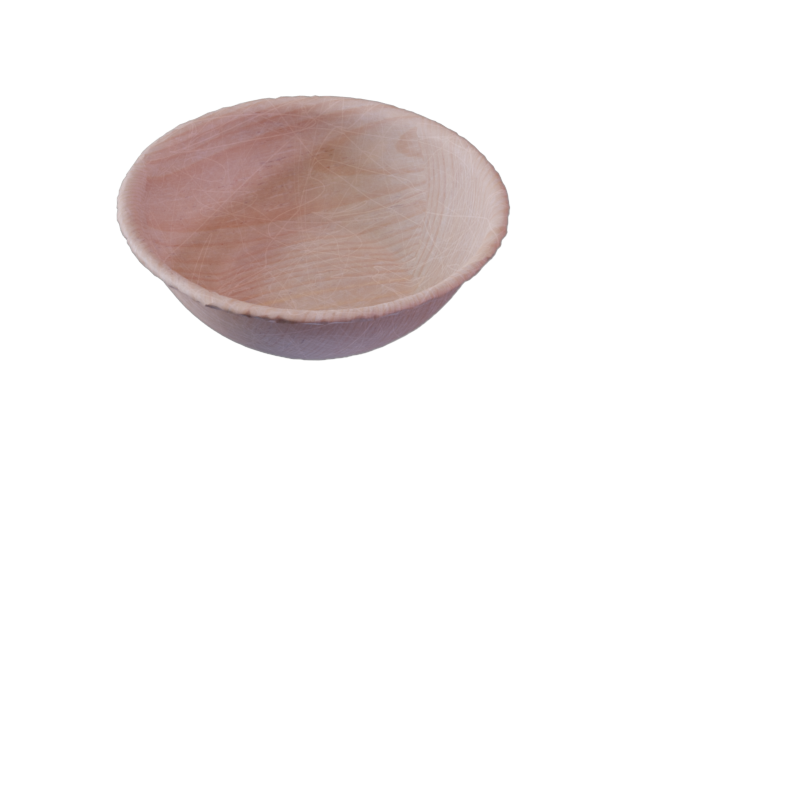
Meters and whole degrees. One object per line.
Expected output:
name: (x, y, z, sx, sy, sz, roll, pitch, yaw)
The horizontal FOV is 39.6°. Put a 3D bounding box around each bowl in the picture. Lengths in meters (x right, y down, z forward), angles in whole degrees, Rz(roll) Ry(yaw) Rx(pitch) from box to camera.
bowl: (-0.037, -0.068, 0.475, 0.162, 0.051, 0.174, -1, 42, -2)
